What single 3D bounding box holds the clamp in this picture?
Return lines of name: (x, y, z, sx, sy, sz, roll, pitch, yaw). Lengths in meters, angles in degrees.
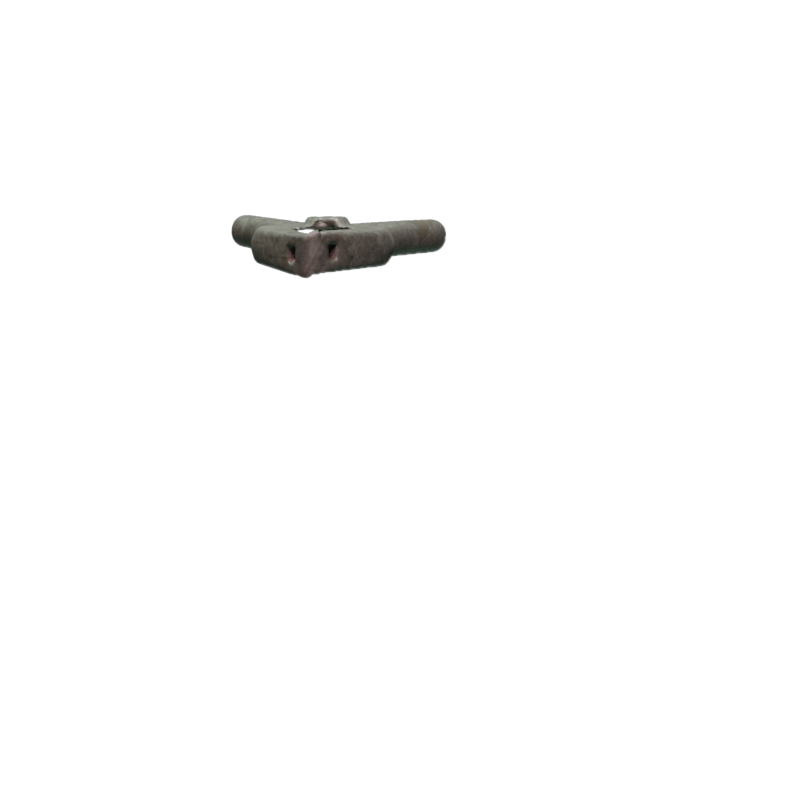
clamp: (-0.061, -0.110, 0.773, 0.167, 0.036, 0.211, 2, 12, 10)
